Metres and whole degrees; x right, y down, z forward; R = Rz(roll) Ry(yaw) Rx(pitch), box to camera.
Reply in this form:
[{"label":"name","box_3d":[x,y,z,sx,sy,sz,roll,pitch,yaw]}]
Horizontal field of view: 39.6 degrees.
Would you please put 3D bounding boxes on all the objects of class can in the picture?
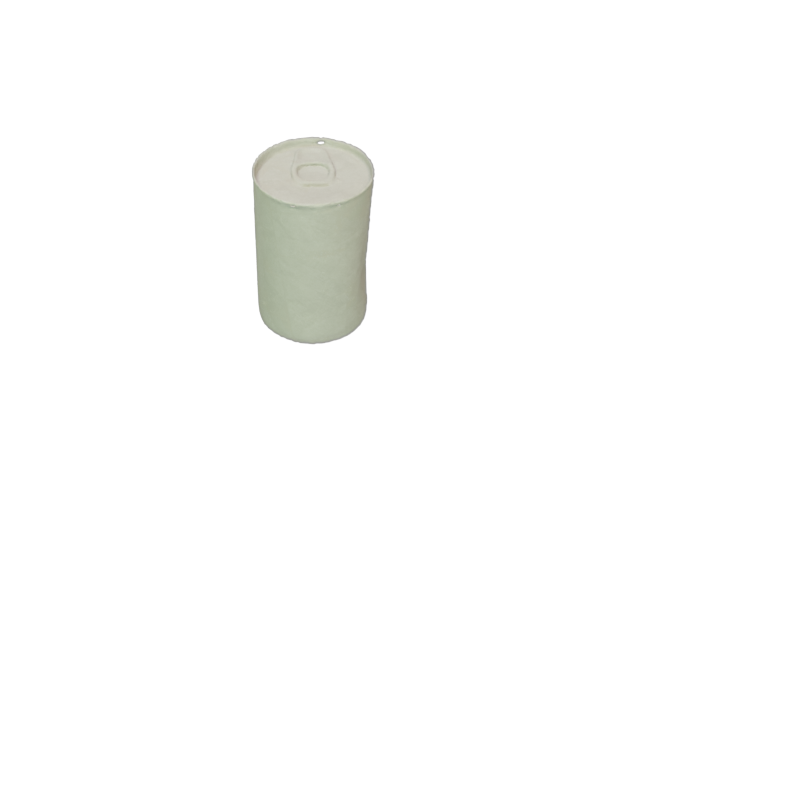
[{"label":"can","box_3d":[-0.050,-0.092,0.642,0.068,0.095,0.073,0,41,-3]}]
